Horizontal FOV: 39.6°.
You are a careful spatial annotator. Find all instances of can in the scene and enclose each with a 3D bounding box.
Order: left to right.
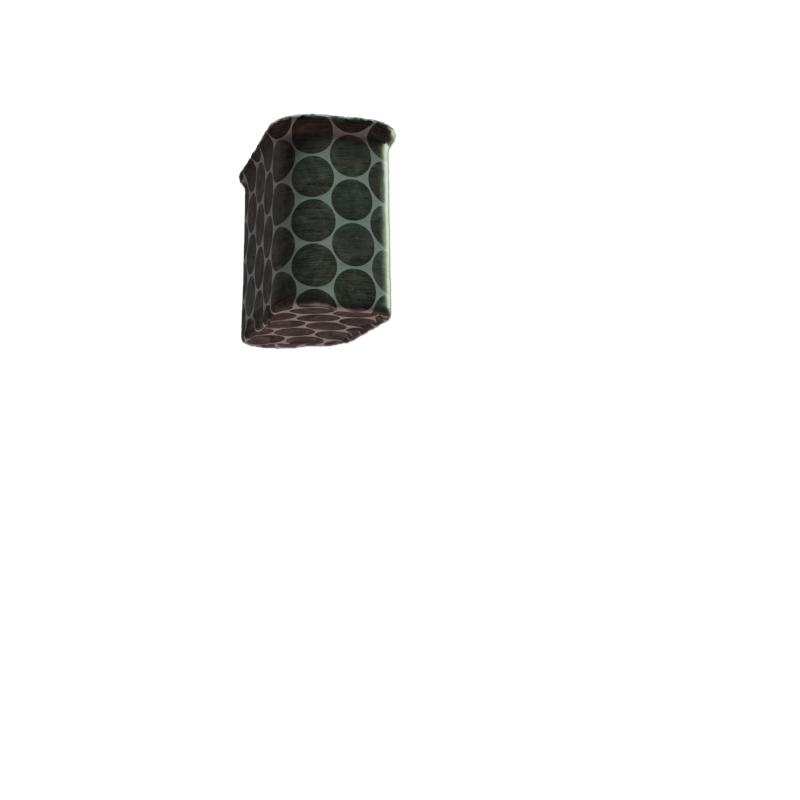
[{"bbox_3d":[-0.040,-0.072,0.505,0.056,0.087,0.101,3,-11,-18],"label":"can"}]
